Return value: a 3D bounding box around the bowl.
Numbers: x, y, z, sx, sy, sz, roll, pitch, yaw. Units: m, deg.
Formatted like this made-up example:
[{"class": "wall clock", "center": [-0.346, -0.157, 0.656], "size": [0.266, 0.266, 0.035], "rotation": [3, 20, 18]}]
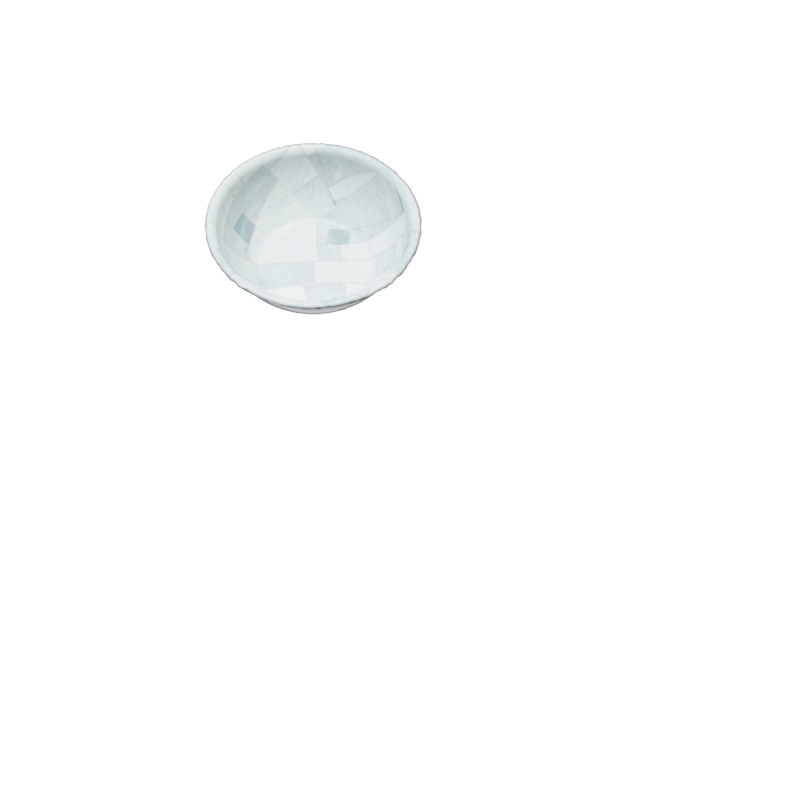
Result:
[{"class": "bowl", "center": [-0.066, -0.121, 0.846], "size": [0.162, 0.174, 0.051], "rotation": [-1, -36, -1]}]
